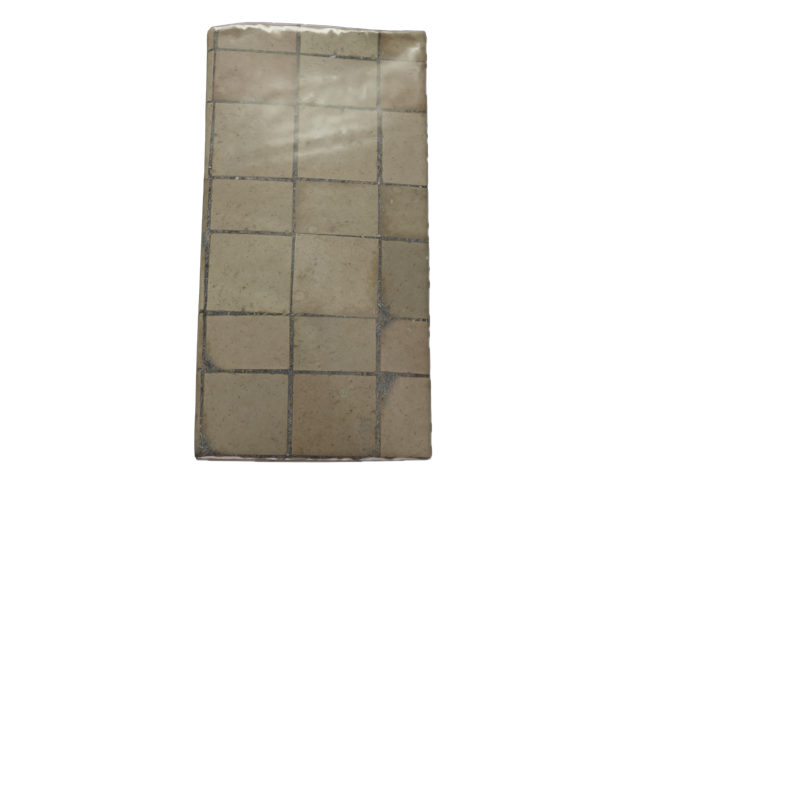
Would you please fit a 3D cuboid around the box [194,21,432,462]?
[{"bbox_3d":[-0.036,-0.065,0.452,0.092,0.180,0.047,0,-10,-6],"label":"box"}]
